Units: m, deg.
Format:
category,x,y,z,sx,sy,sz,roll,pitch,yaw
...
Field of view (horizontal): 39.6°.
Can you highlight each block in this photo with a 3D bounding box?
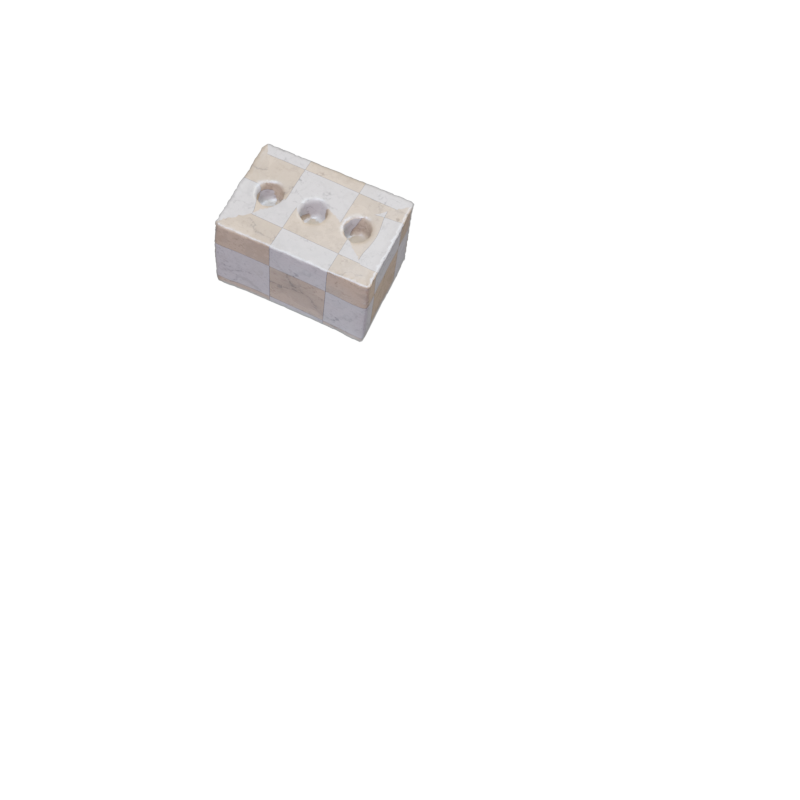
category,x,y,z,sx,sy,sz,roll,pitch,yaw
block,-0.040,-0.073,0.513,0.080,0.055,0.048,23,-27,11
